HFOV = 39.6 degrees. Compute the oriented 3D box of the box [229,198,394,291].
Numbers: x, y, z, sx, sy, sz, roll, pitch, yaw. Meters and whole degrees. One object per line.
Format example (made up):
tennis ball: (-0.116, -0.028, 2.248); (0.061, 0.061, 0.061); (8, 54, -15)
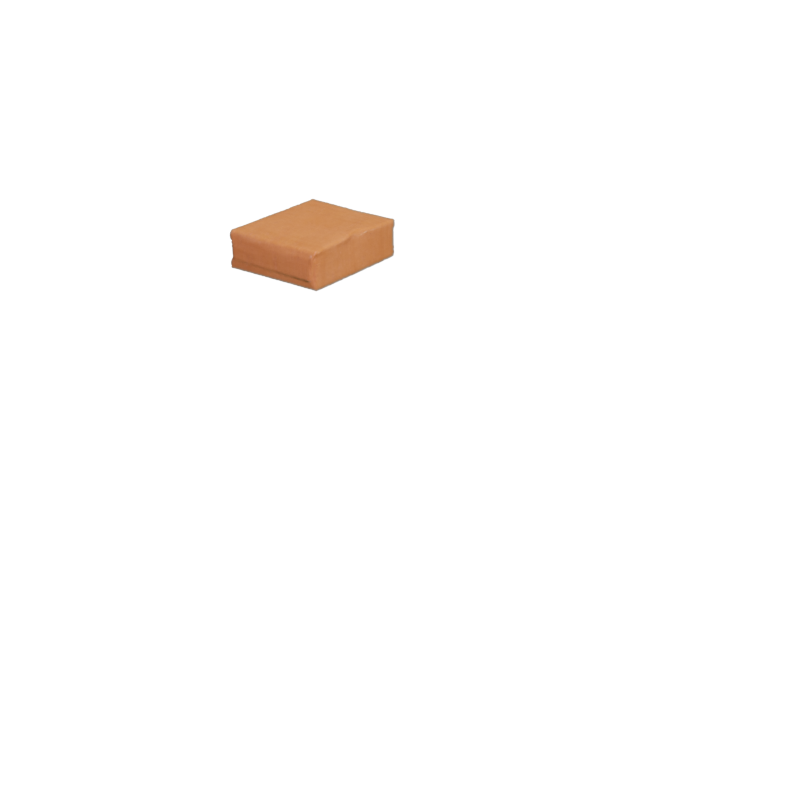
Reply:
box: (-0.058, -0.106, 0.742); (0.077, 0.029, 0.089); (18, 31, 33)
